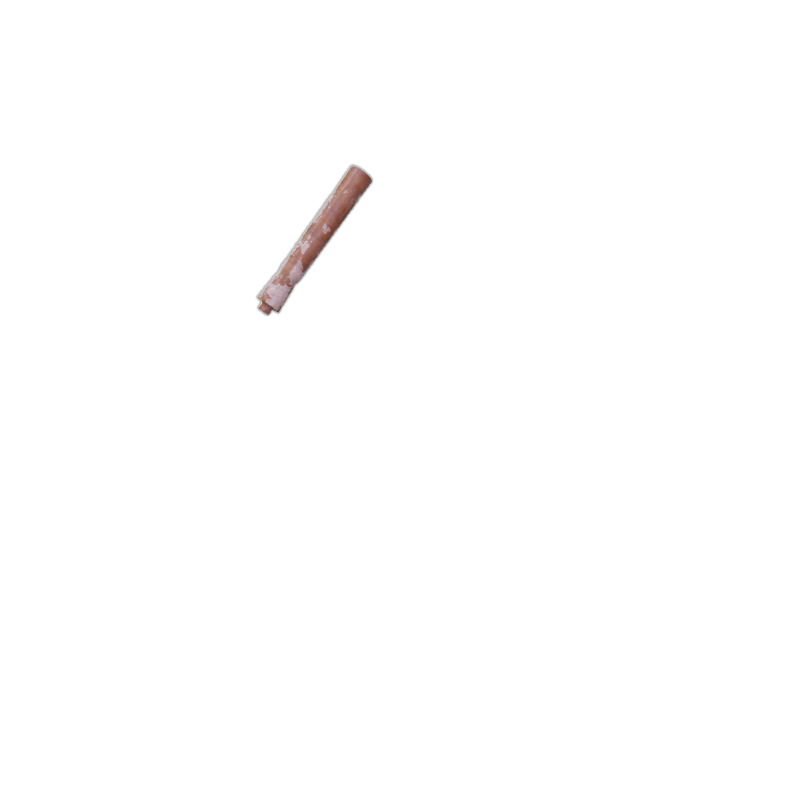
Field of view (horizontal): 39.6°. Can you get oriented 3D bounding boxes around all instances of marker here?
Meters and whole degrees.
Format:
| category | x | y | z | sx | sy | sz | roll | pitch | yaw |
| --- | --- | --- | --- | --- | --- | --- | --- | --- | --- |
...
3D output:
| category | x | y | z | sx | sy | sz | roll | pitch | yaw |
| --- | --- | --- | --- | --- | --- | --- | --- | --- | --- |
| marker | -0.061 | -0.110 | 0.773 | 0.020 | 0.122 | 0.019 | 34 | -9 | 2 |
